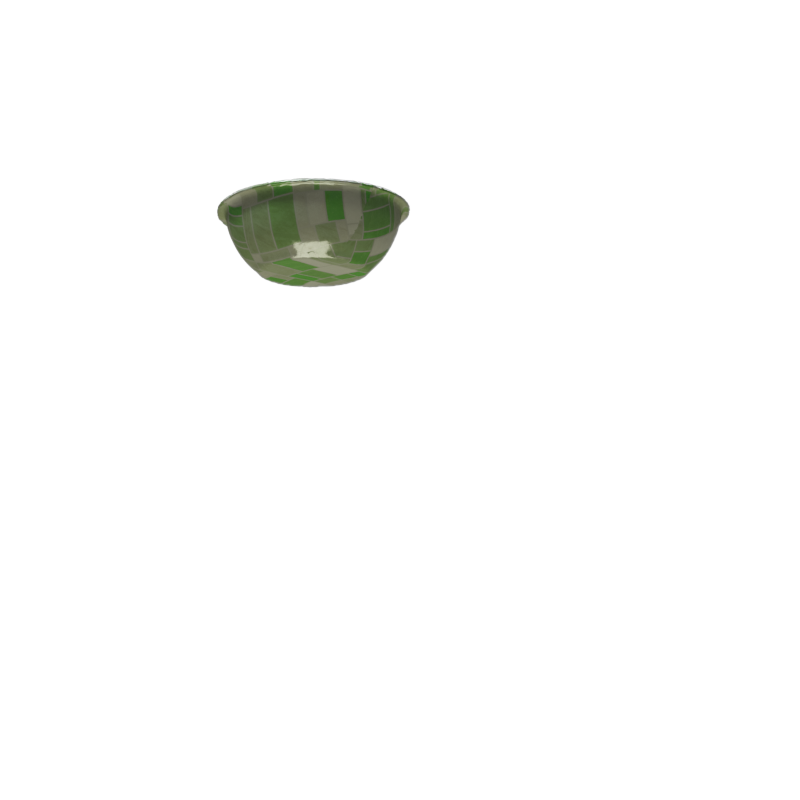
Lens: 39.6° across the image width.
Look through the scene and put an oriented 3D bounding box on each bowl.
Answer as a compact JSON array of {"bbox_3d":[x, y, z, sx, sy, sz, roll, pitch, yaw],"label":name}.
[{"bbox_3d":[-0.072,-0.131,0.921,0.162,0.057,0.157,0,-10,-2],"label":"bowl"}]
